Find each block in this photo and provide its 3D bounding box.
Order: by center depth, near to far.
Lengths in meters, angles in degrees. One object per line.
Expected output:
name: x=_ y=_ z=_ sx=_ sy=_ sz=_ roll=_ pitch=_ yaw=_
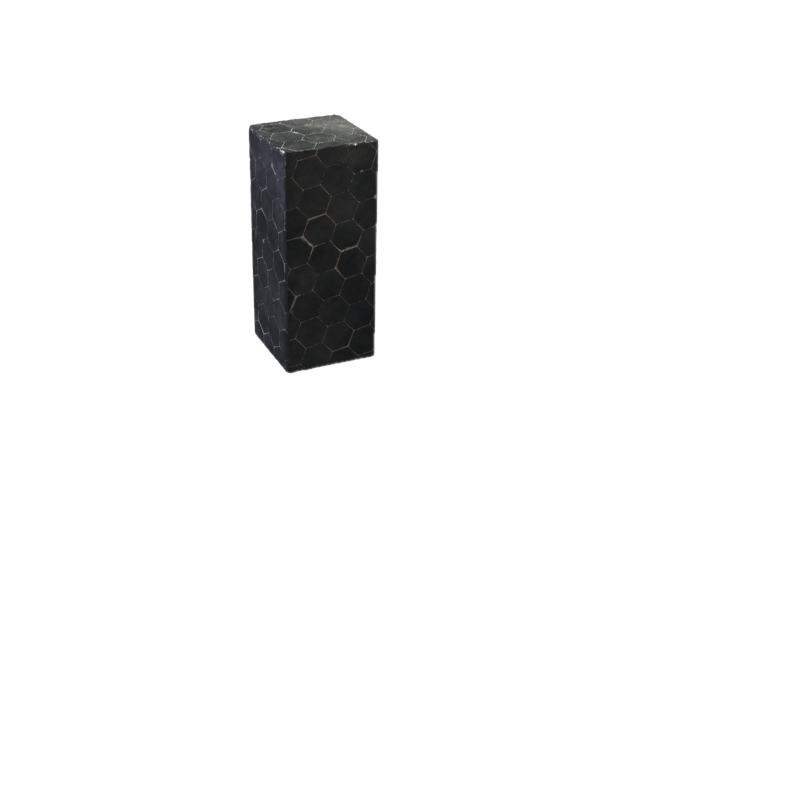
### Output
block: x=-0.079 y=-0.142 z=0.997 sx=0.088 sy=0.196 sz=0.097 roll=-10 pitch=28 yaw=-23
